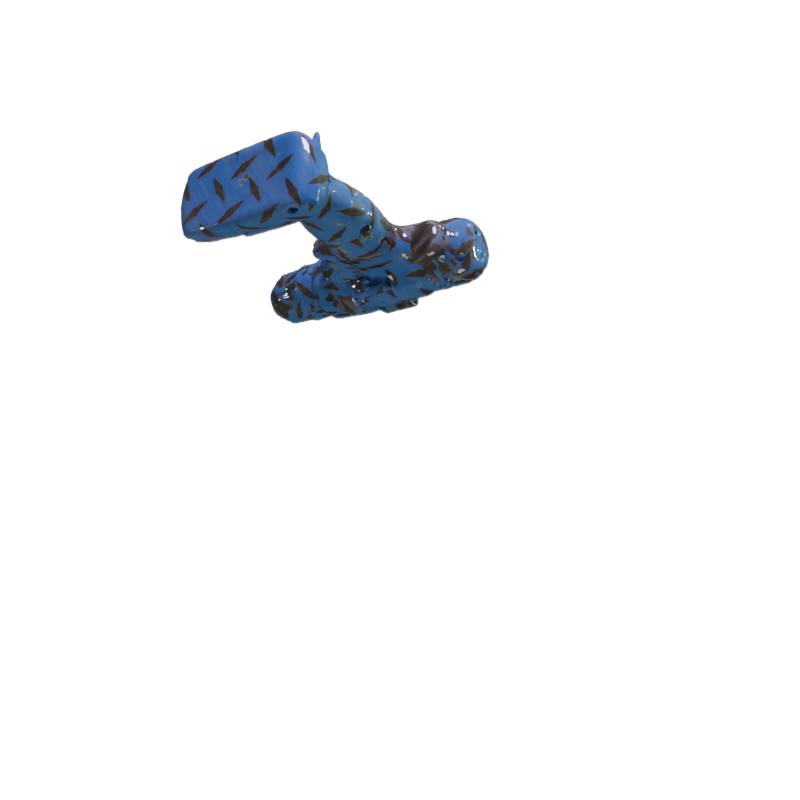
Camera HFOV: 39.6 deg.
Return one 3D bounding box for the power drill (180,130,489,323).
[{"bbox_3d":[-0.060,-0.109,0.763,0.187,0.060,0.175,-14,-23,35],"label":"power drill"}]
